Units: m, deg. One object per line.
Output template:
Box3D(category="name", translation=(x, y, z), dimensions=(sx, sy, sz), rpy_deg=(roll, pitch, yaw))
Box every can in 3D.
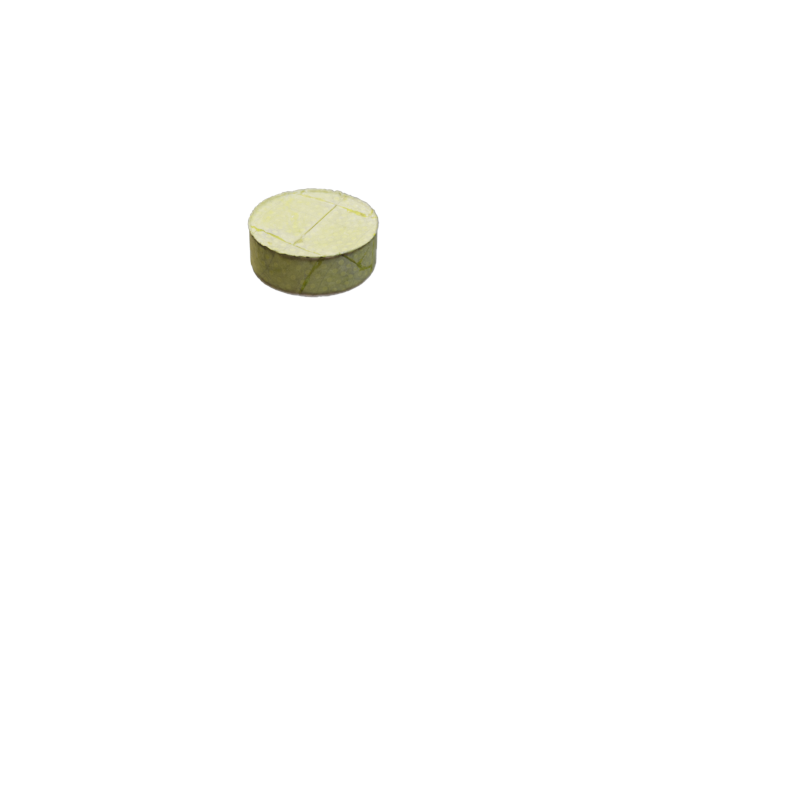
Box3D(category="can", translation=(-0.057, -0.105, 0.732), dimensions=(0.086, 0.031, 0.092), rpy_deg=(-1, 37, -2))
